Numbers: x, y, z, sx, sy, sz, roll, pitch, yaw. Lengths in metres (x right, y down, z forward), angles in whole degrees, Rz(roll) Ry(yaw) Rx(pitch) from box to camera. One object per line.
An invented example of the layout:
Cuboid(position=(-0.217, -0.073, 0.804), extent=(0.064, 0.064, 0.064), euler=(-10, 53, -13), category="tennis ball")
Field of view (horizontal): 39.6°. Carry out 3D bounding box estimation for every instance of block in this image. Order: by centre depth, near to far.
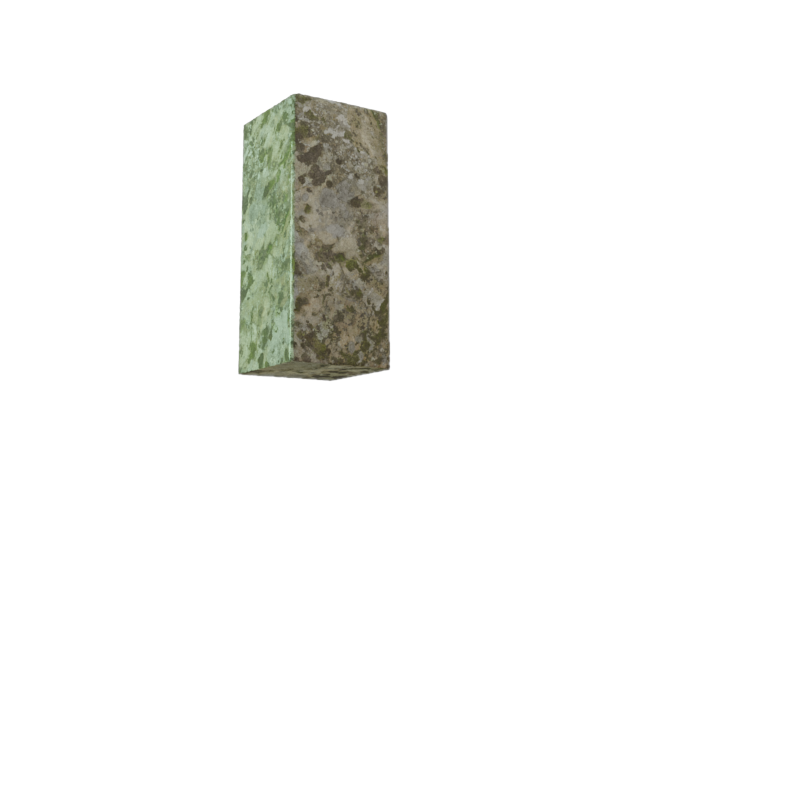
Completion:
Cuboid(position=(-0.068, -0.125, 0.877), extent=(0.086, 0.213, 0.092), euler=(7, -15, -33), category="block")
